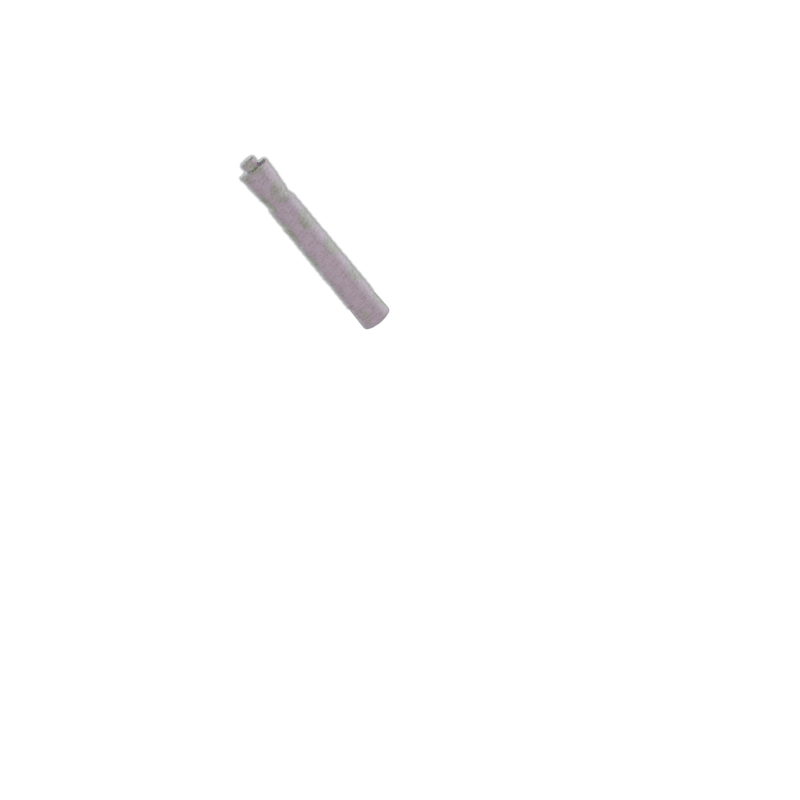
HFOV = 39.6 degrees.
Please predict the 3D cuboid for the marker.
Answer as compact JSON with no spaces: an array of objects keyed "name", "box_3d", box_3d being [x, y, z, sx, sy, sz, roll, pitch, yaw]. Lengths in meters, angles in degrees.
[{"name":"marker","box_3d":[-0.050,-0.091,0.637,0.020,0.117,0.020,-37,13,11]}]
